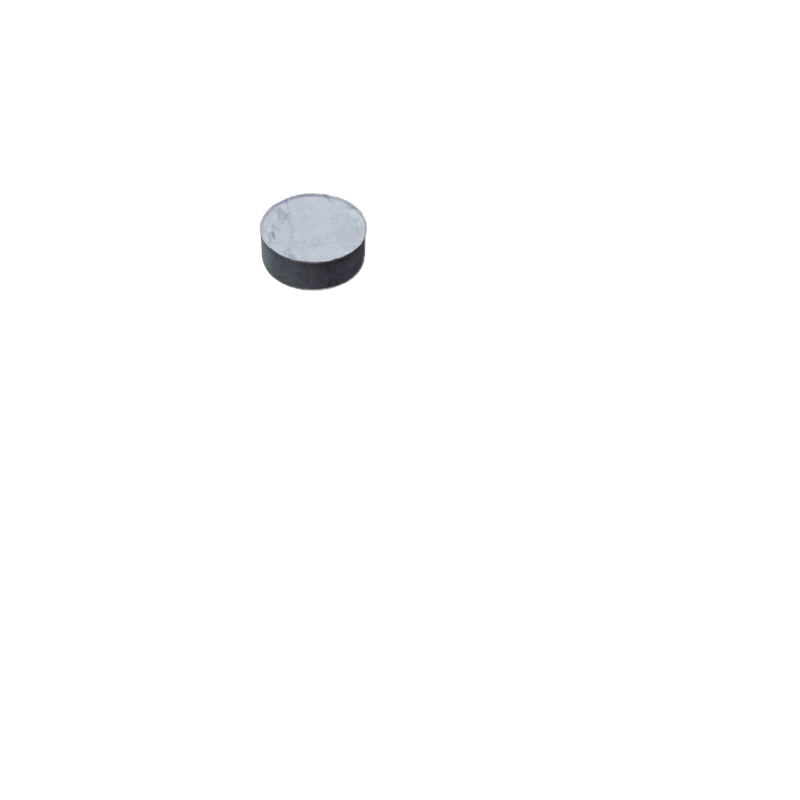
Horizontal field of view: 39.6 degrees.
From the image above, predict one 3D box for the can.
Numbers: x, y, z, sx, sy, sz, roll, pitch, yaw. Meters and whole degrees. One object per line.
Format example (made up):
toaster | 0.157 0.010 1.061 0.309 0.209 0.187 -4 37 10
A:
can | -0.070 -0.128 0.895 0.086 0.031 0.092 -1 45 -1
